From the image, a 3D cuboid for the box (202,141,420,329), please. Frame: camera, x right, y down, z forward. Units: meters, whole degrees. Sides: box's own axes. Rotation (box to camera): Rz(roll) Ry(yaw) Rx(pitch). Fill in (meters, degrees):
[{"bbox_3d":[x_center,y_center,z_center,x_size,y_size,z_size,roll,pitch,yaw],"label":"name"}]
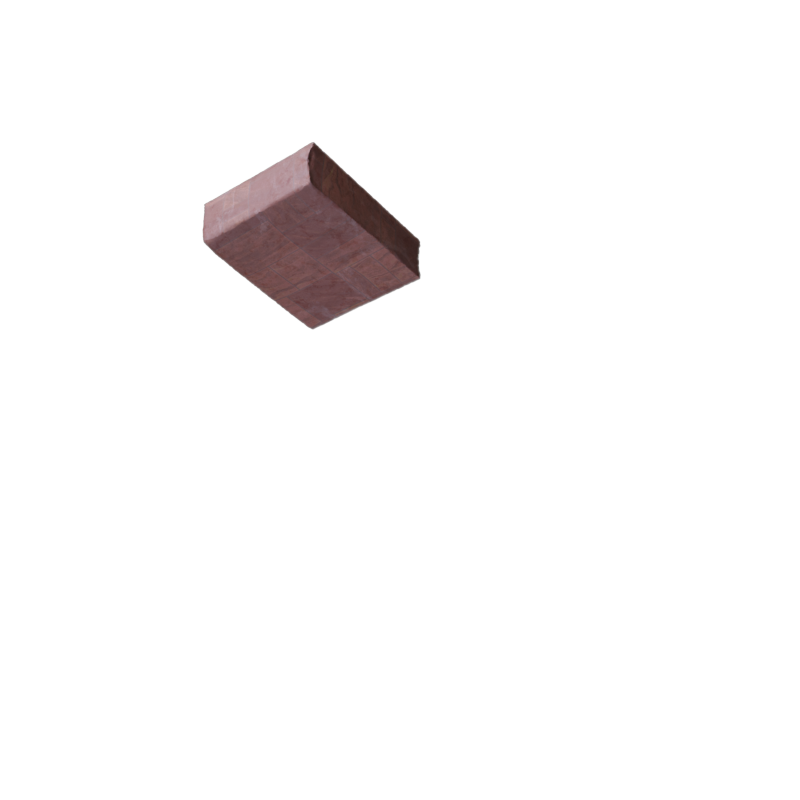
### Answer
[{"bbox_3d":[-0.054,-0.099,0.693,0.090,0.042,0.105,-25,-43,29],"label":"box"}]
